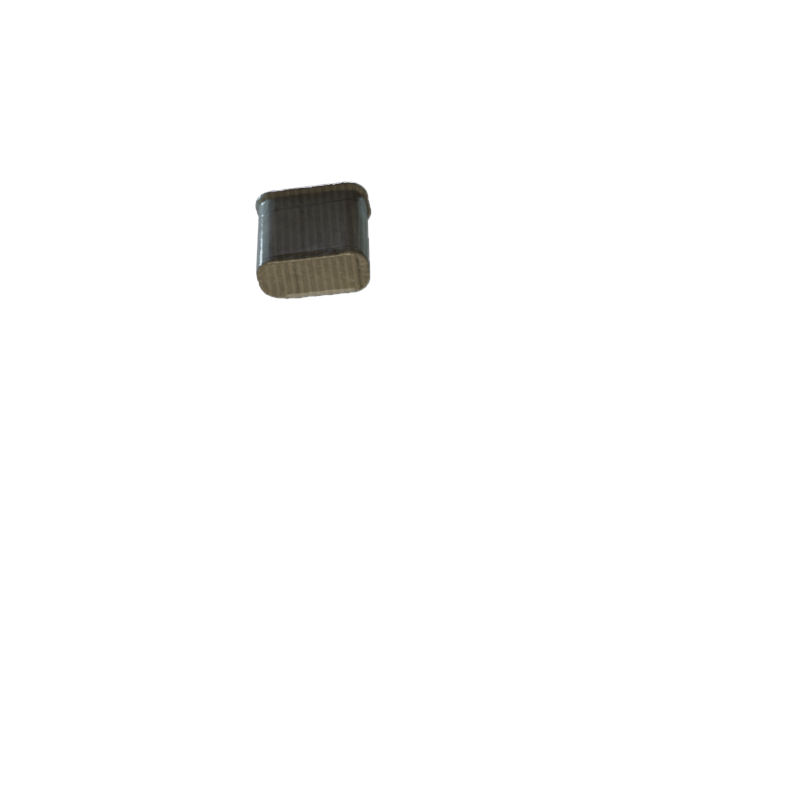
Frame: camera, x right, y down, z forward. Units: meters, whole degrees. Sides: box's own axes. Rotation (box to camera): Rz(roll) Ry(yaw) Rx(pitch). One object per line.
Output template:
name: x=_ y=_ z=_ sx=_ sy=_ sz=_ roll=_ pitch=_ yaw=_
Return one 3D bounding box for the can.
can: x=-0.076 y=-0.138 z=0.967 sx=0.102 sy=0.090 sz=0.053 roll=-6 pitch=-39 yaw=6
